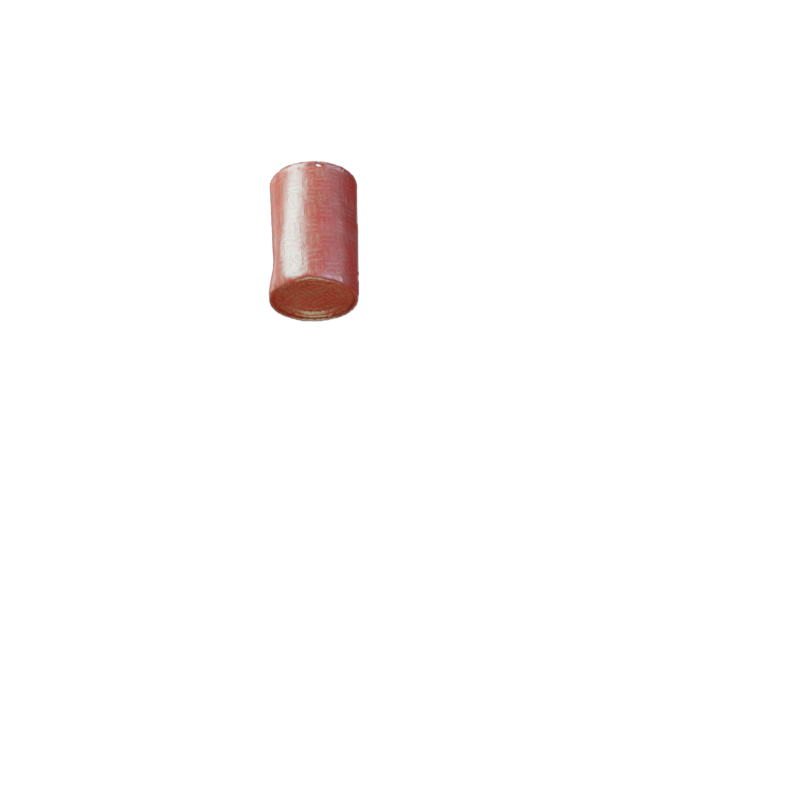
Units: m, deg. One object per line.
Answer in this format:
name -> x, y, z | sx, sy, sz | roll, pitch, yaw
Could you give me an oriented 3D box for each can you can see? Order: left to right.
can -> -0.065, -0.119, 0.832 | 0.068, 0.109, 0.064 | 0, -29, -2
